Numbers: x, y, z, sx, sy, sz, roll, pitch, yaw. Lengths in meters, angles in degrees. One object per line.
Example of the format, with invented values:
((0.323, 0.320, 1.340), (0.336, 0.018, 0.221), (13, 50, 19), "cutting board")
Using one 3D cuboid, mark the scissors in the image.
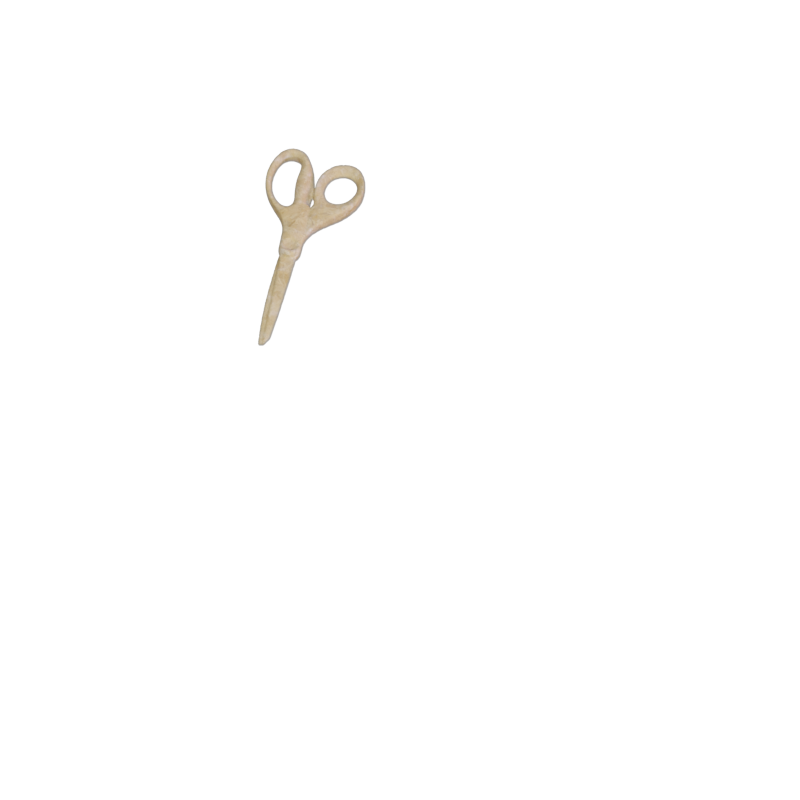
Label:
((-0.073, -0.133, 0.931), (0.096, 0.216, 0.015), (-4, -34, -3), "scissors")
